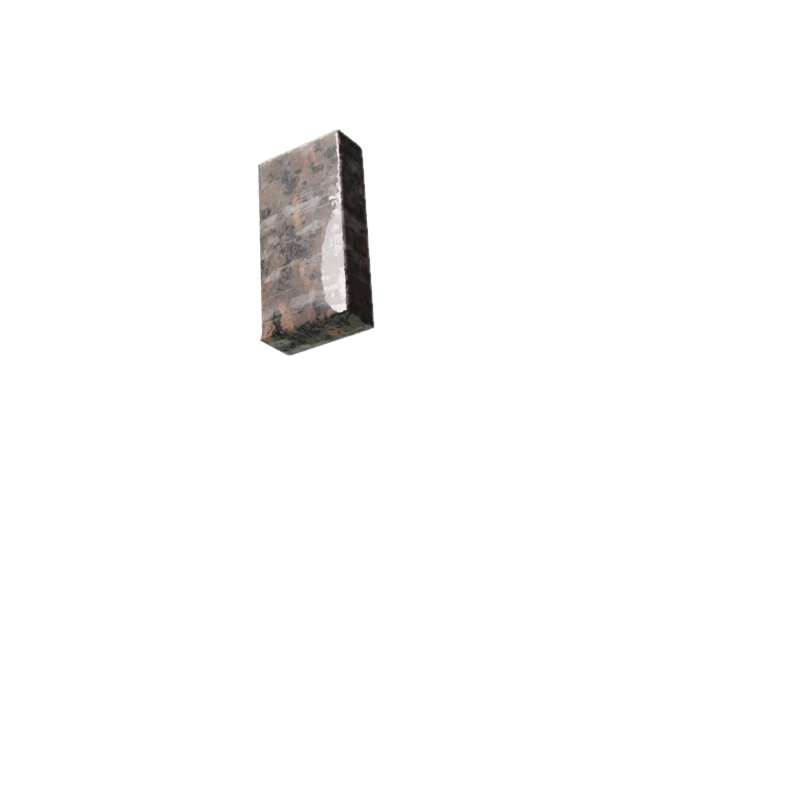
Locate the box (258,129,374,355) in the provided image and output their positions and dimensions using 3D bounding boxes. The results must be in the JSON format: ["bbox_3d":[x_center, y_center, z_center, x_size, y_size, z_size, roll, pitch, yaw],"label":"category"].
[{"bbox_3d":[-0.074,-0.135,0.947,0.094,0.187,0.045,-18,-32,29],"label":"box"}]
